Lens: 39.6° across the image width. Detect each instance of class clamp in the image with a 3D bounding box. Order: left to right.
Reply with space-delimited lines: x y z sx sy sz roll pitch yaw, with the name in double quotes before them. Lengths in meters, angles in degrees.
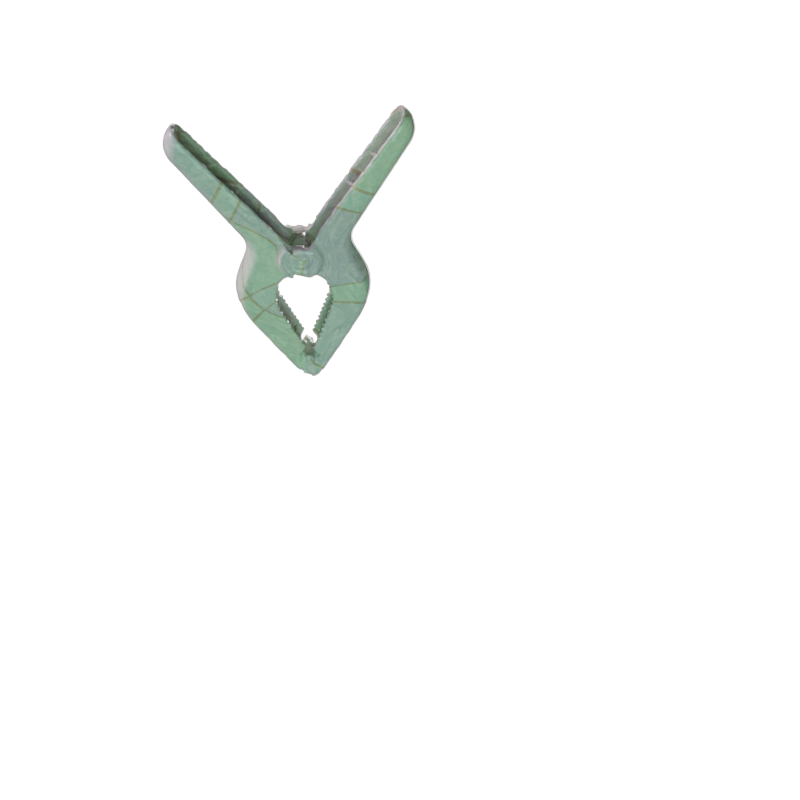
"clamp" -0.060 -0.110 0.769 0.165 0.196 0.039 -8 33 5
